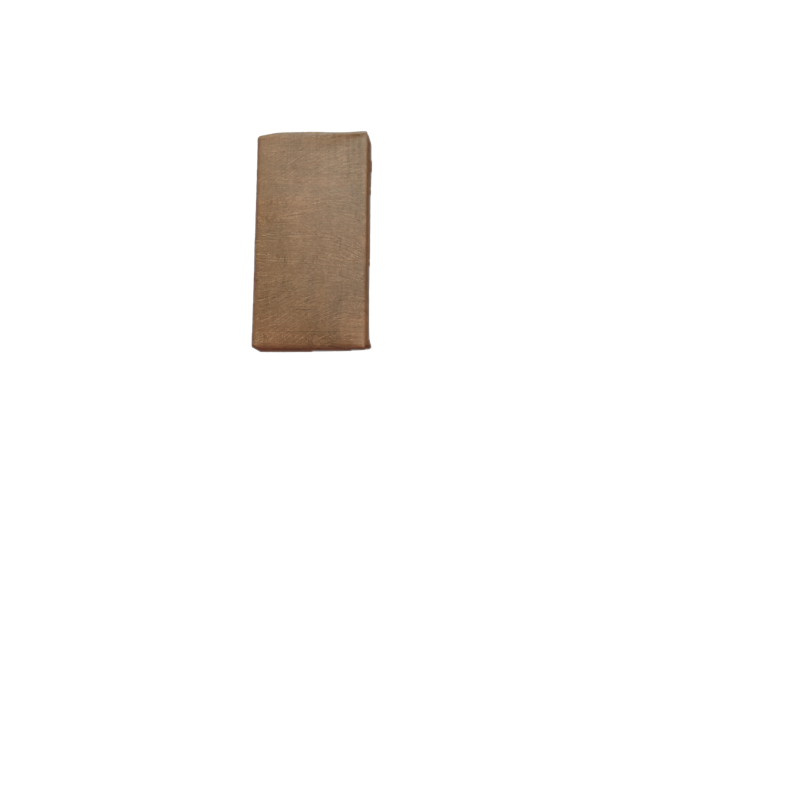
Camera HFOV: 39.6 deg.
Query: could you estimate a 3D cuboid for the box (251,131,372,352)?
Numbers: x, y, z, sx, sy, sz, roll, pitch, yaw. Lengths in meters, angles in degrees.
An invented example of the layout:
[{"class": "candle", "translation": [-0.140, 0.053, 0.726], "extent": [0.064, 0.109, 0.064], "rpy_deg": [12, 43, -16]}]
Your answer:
[{"class": "box", "translation": [-0.070, -0.128, 0.896], "extent": [0.094, 0.180, 0.047], "rpy_deg": [-1, -8, 7]}]
